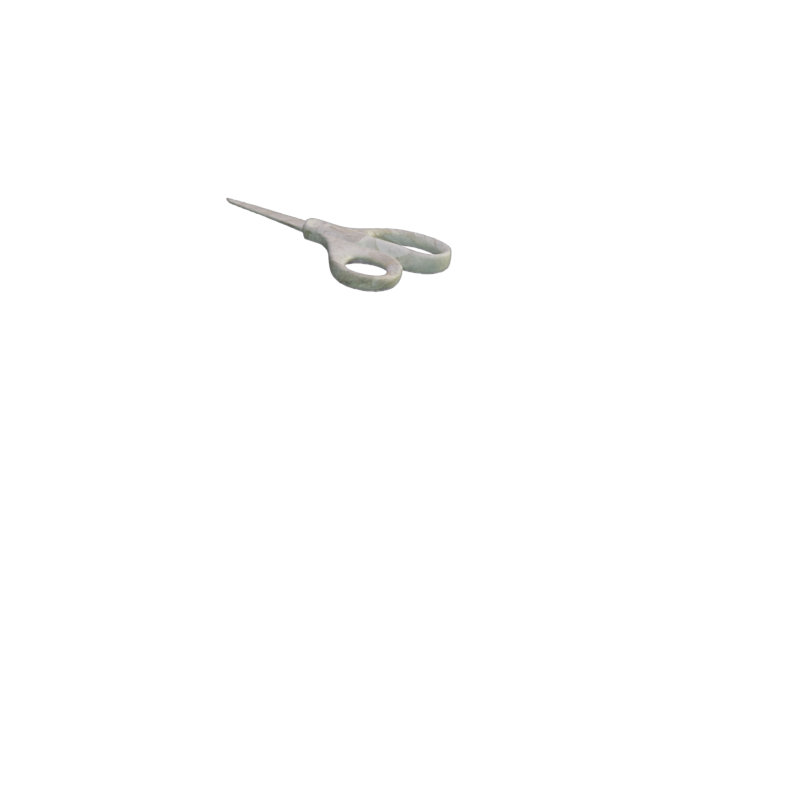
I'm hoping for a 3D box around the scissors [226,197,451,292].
[{"bbox_3d":[-0.064,-0.116,0.812,0.210,0.015,0.098,14,32,23],"label":"scissors"}]
